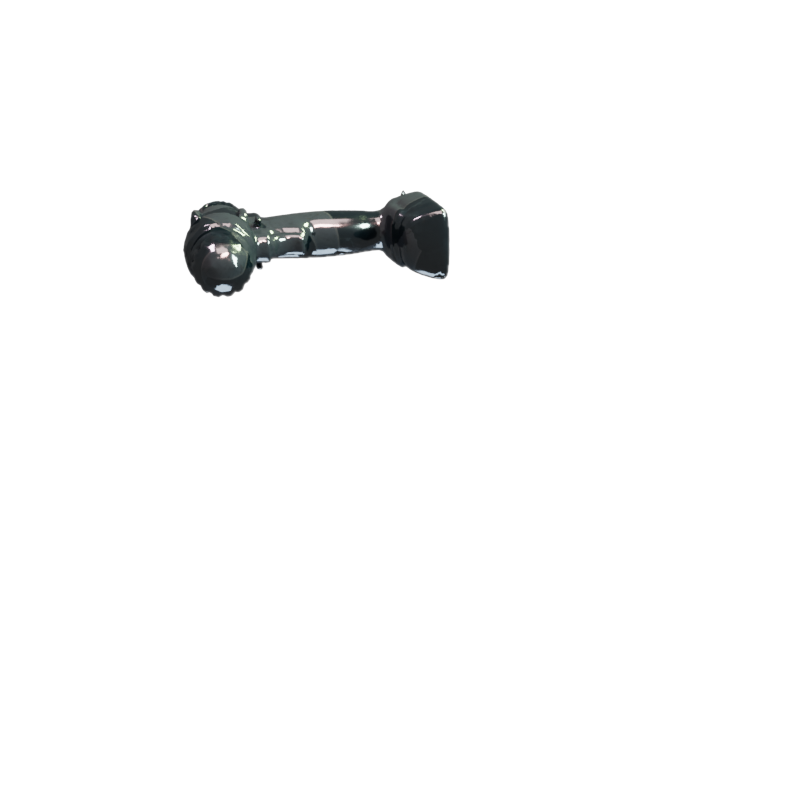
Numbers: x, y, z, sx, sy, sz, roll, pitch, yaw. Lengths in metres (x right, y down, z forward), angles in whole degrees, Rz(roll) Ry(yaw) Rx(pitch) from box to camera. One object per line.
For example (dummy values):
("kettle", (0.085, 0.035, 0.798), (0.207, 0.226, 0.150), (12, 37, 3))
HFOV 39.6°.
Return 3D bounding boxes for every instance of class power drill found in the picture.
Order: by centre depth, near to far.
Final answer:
("power drill", (-0.063, -0.115, 0.805), (0.186, 0.055, 0.193), (-2, 19, -8))
